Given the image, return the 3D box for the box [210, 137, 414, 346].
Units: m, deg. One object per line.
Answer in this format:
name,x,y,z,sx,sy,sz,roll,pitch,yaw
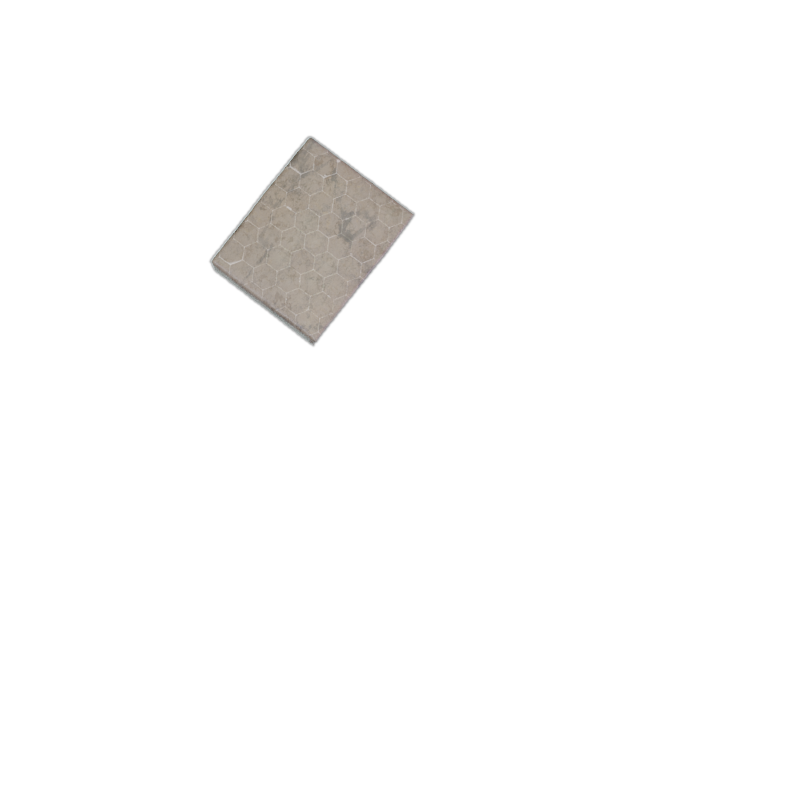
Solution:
box,-0.059,-0.108,0.755,0.091,0.114,0.038,37,-7,4
